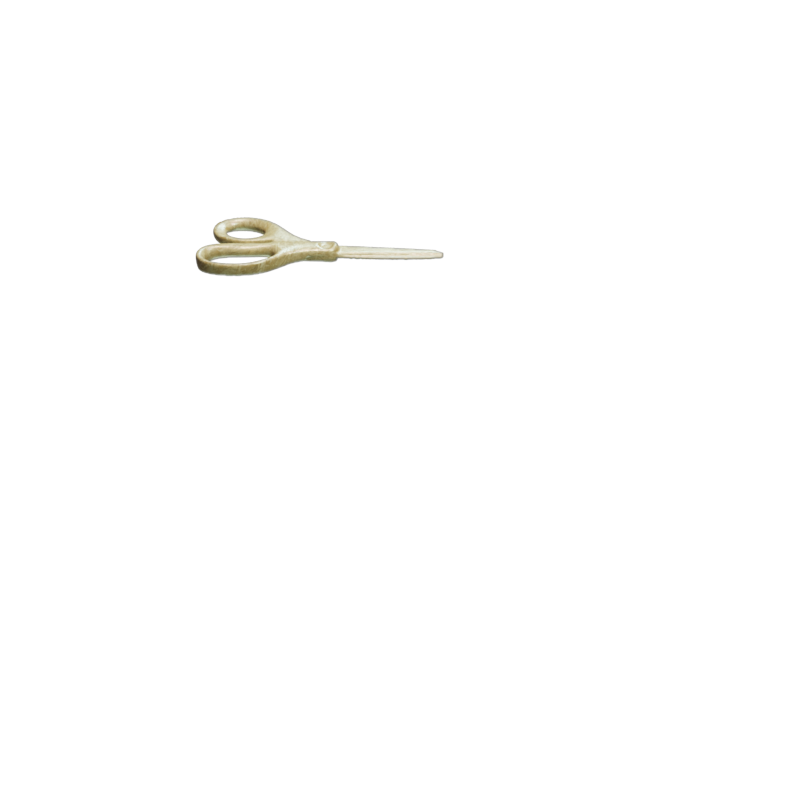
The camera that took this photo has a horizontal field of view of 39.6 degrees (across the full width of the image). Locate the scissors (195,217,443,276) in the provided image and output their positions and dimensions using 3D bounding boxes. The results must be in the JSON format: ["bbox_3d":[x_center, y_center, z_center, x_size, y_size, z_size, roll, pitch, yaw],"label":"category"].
[{"bbox_3d":[-0.073,-0.134,0.939,0.199,0.015,0.103,-7,34,-10],"label":"scissors"}]
